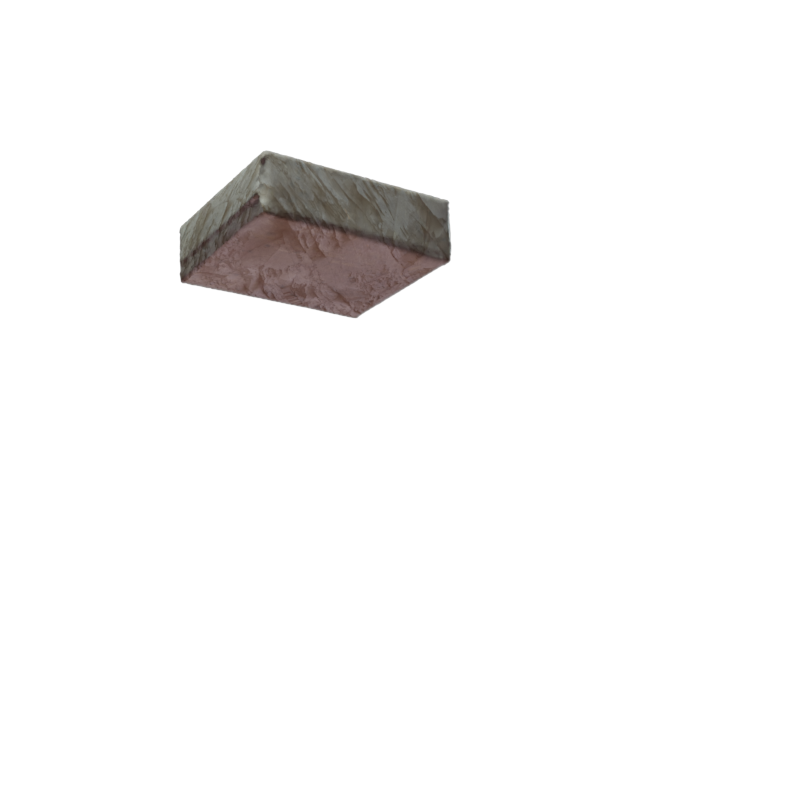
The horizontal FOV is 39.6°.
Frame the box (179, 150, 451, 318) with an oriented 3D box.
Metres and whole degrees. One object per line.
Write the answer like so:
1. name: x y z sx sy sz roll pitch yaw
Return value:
1. box: -0.044 -0.081 0.566 0.108 0.041 0.089 12 -24 -31
